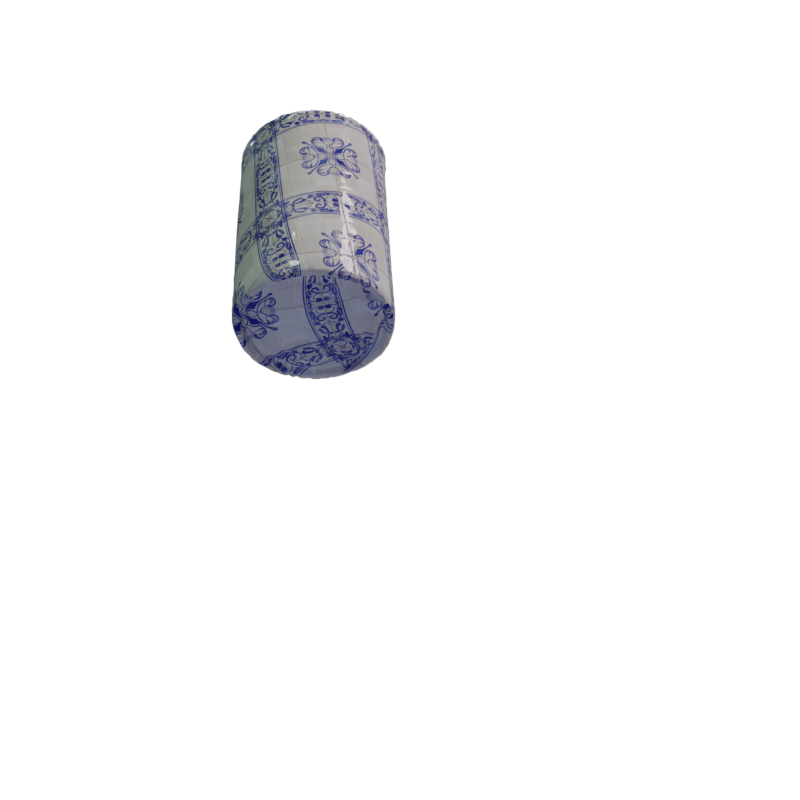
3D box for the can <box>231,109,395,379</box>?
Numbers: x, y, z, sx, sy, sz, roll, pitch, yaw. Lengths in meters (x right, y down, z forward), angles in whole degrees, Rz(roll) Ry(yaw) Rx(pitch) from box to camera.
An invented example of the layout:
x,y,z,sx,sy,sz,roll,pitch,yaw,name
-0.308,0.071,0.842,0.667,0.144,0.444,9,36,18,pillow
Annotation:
x,y,z,sx,sy,sz,roll,pitch,yaw,name
-0.038,-0.069,0.483,0.068,0.110,0.064,-1,-42,-3,can
